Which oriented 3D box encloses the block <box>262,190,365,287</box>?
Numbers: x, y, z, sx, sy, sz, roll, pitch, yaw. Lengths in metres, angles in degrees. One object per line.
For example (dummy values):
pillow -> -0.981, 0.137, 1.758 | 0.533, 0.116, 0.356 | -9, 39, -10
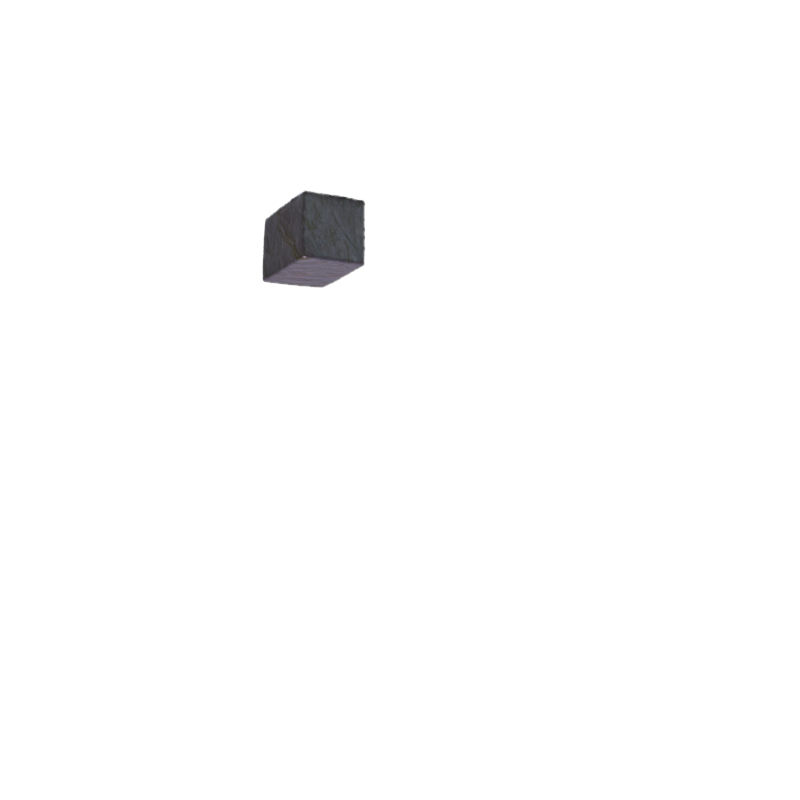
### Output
block -> -0.066, -0.121, 0.844 | 0.051, 0.053, 0.078 | 6, -14, -28
